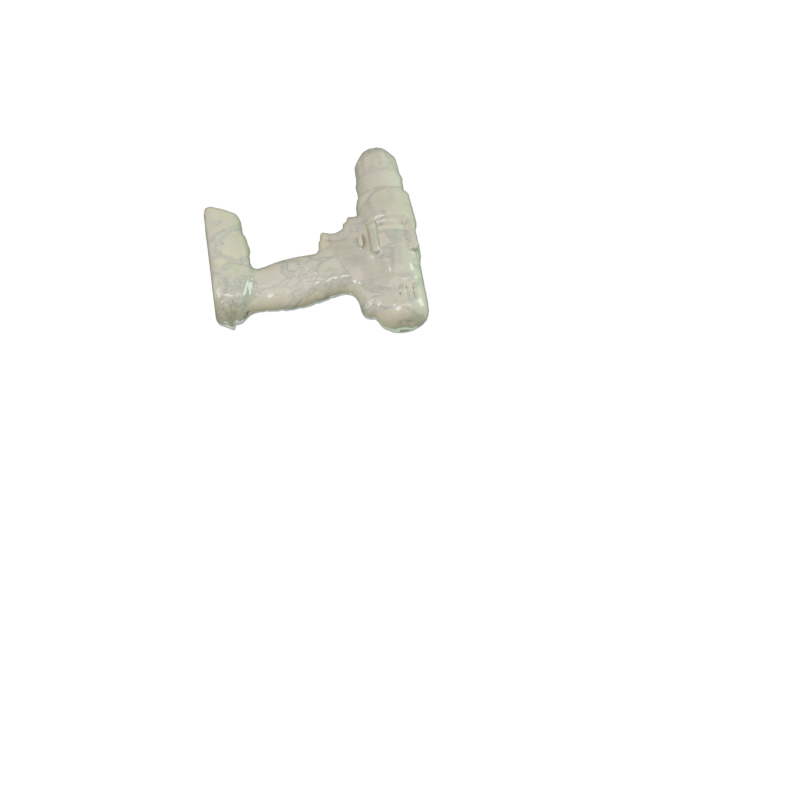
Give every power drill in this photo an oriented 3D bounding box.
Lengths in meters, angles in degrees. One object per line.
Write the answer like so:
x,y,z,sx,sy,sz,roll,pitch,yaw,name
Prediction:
-0.076,-0.139,0.976,0.187,0.197,0.054,-7,-30,-5,power drill
